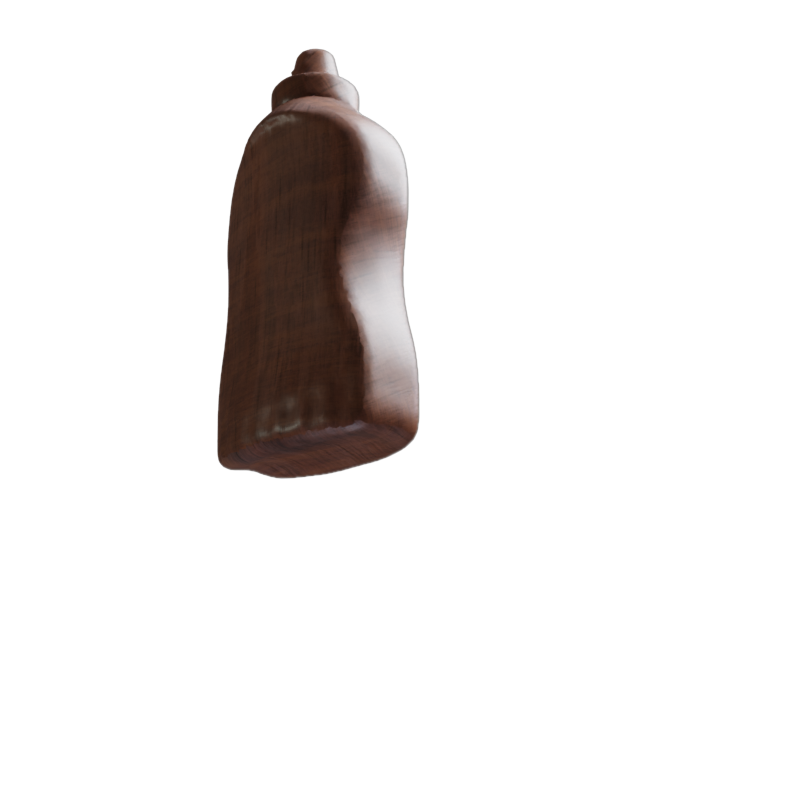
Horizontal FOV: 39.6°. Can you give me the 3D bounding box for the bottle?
[{"bbox_3d":[-0.037,-0.069,0.483,0.055,0.202,0.096,17,-29,-38],"label":"bottle"}]
